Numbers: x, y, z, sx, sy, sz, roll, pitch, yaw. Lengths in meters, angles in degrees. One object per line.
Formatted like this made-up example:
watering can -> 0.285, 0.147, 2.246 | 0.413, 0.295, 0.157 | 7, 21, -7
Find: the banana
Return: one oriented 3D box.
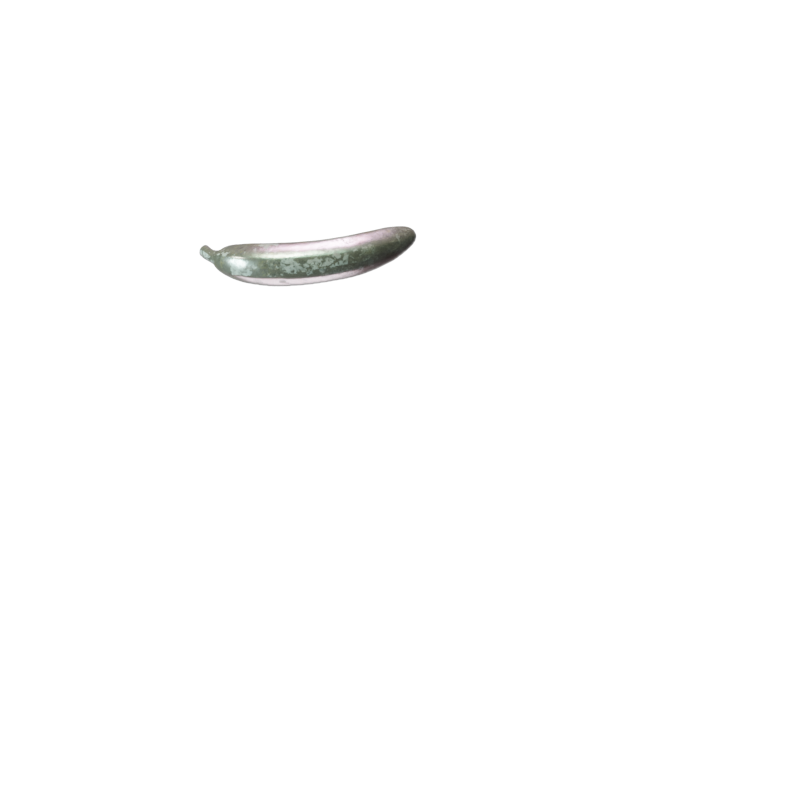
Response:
banana -> -0.079, -0.130, 0.984 | 0.196, 0.034, 0.075 | -4, 39, -5
